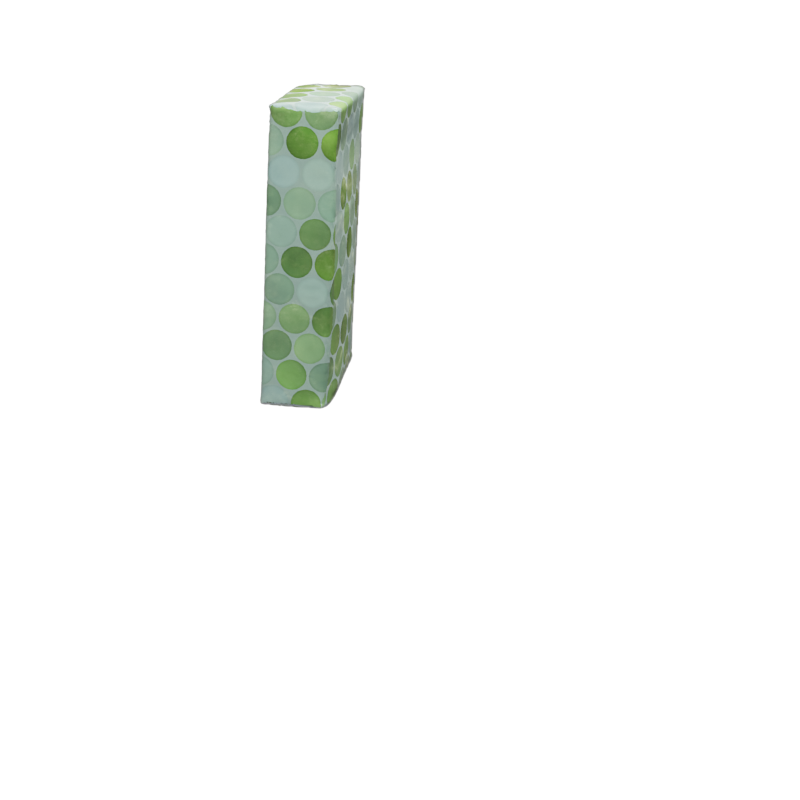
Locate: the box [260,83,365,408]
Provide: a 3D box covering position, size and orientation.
[{"bbox_3d":[-0.051,-0.093,0.653,0.049,0.170,0.096,3,17,7],"label":"box"}]
